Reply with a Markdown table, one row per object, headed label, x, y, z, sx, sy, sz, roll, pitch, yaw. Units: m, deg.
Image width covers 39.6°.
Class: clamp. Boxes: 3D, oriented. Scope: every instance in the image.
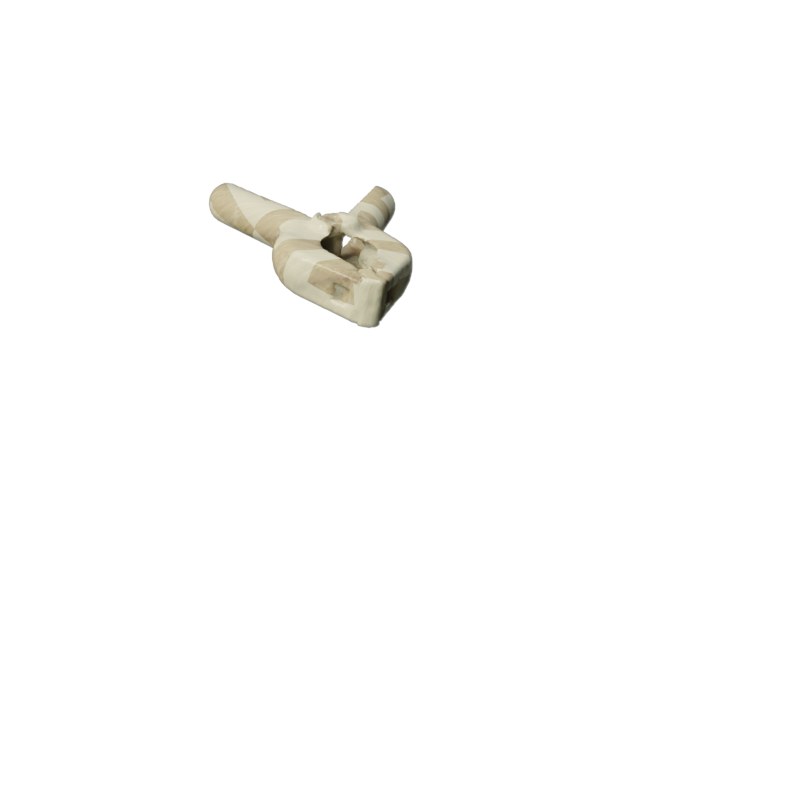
| label | x | y | z | sx | sy | sz | roll | pitch | yaw |
| --- | --- | --- | --- | --- | --- | --- | --- | --- | --- |
| clamp | -0.051 | -0.092 | 0.648 | 0.119 | 0.037 | 0.182 | -3 | 26 | -8 |
